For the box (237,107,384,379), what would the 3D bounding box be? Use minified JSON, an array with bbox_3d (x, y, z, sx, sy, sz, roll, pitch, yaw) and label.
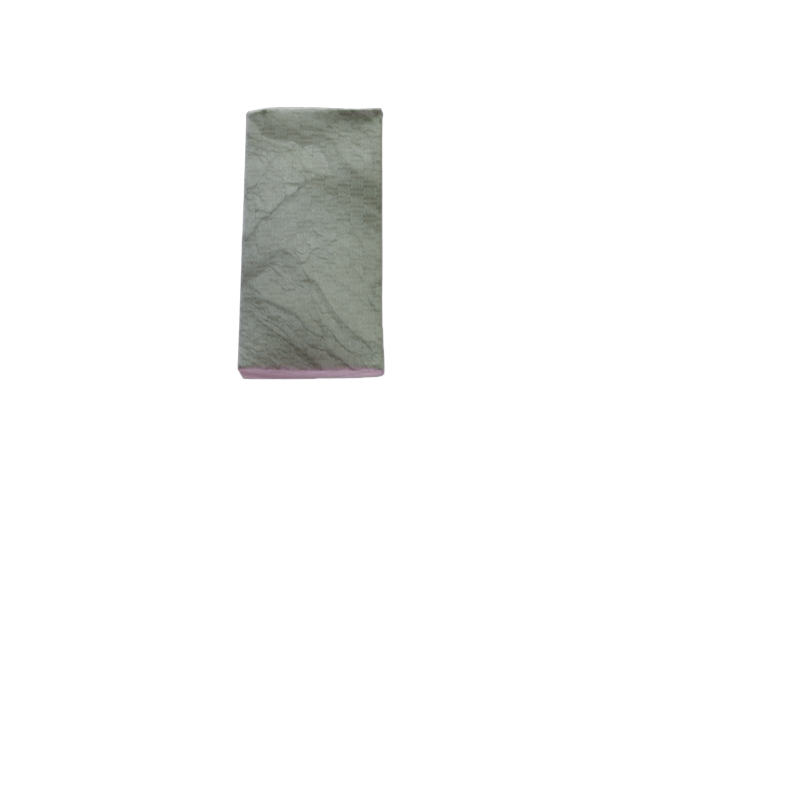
[{"bbox_3d":[-0.057,-0.103,0.723,0.093,0.182,0.046,-1,-13,0],"label":"box"}]
